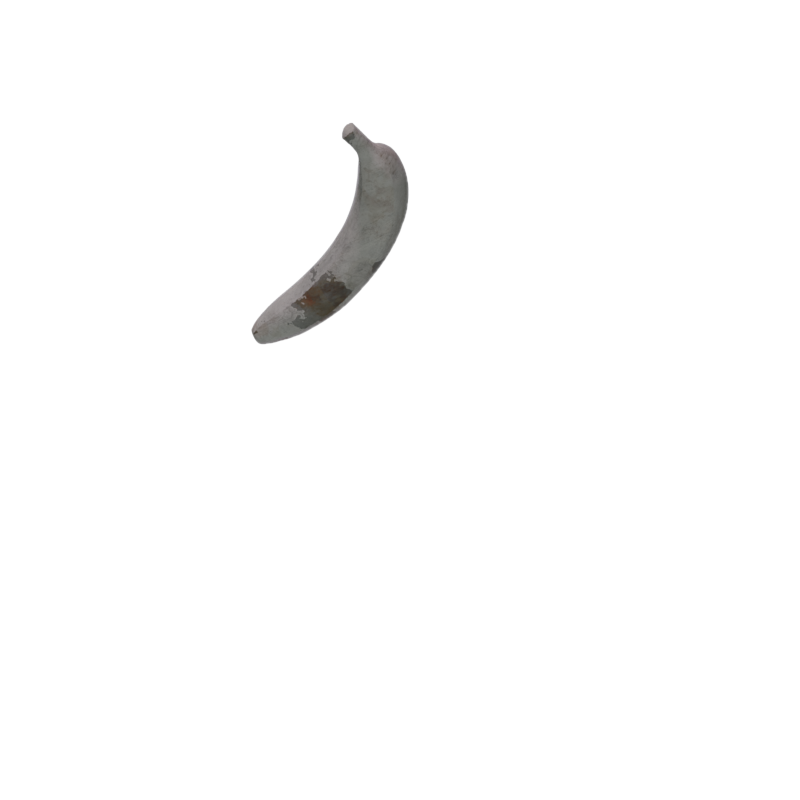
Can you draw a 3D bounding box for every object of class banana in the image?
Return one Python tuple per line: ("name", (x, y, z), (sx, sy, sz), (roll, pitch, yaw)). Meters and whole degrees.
("banana", (-0.042, -0.108, 0.772), (0.068, 0.189, 0.039), (18, 37, -15))
